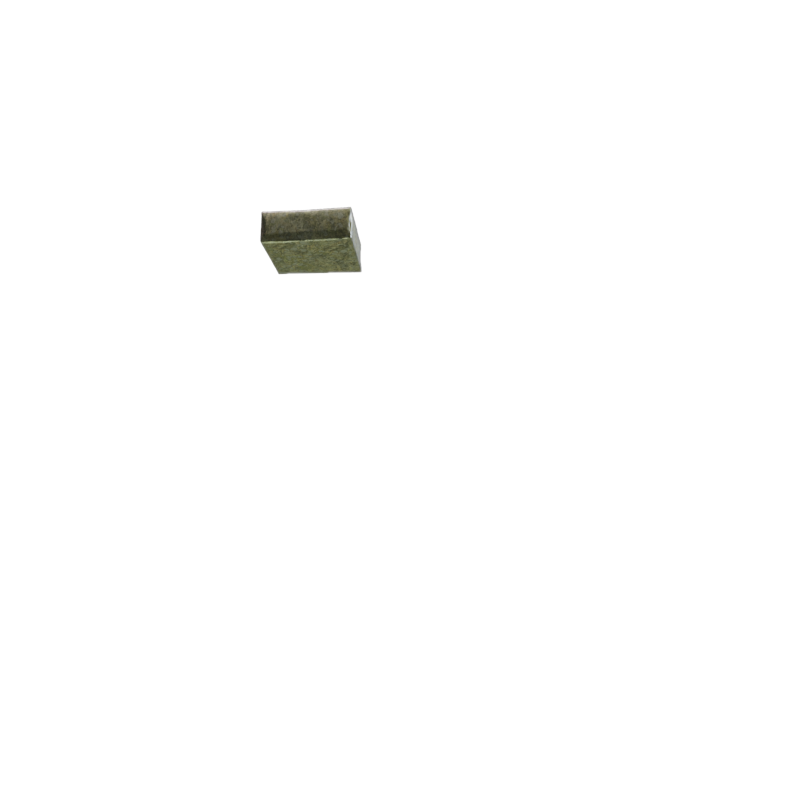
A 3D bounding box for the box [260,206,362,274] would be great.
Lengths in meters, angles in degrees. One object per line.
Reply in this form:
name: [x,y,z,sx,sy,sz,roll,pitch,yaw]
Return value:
box: [-0.072,-0.131,0.914,0.074,0.031,0.085,-1,-12,5]
